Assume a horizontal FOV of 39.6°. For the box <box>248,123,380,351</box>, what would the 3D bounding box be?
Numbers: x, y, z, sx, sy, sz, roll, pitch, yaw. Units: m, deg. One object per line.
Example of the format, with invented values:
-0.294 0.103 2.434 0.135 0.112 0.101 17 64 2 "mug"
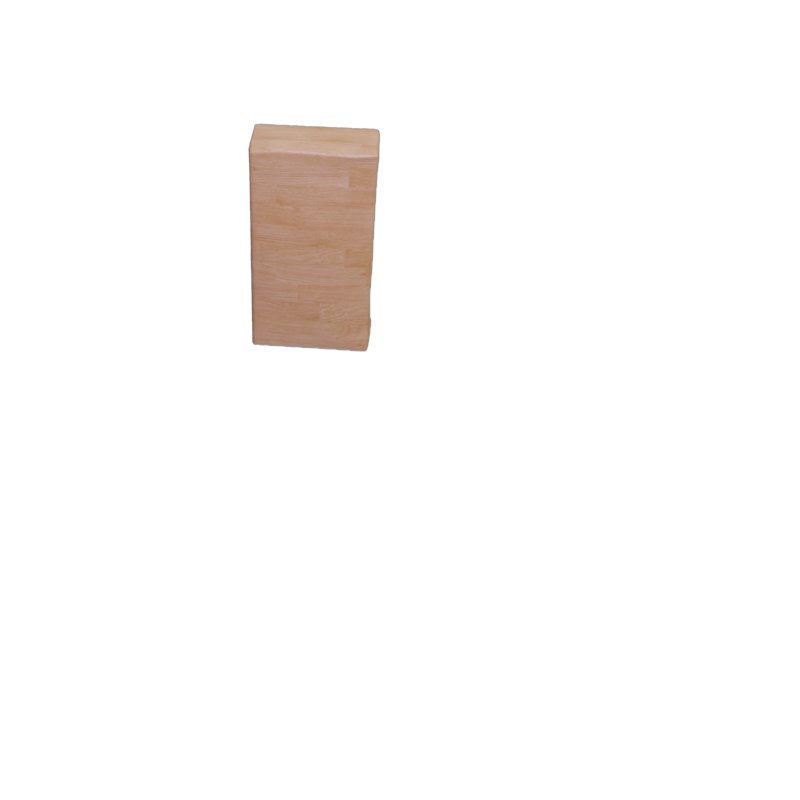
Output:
-0.065 -0.118 0.825 0.094 0.164 0.051 4 40 1 "box"
